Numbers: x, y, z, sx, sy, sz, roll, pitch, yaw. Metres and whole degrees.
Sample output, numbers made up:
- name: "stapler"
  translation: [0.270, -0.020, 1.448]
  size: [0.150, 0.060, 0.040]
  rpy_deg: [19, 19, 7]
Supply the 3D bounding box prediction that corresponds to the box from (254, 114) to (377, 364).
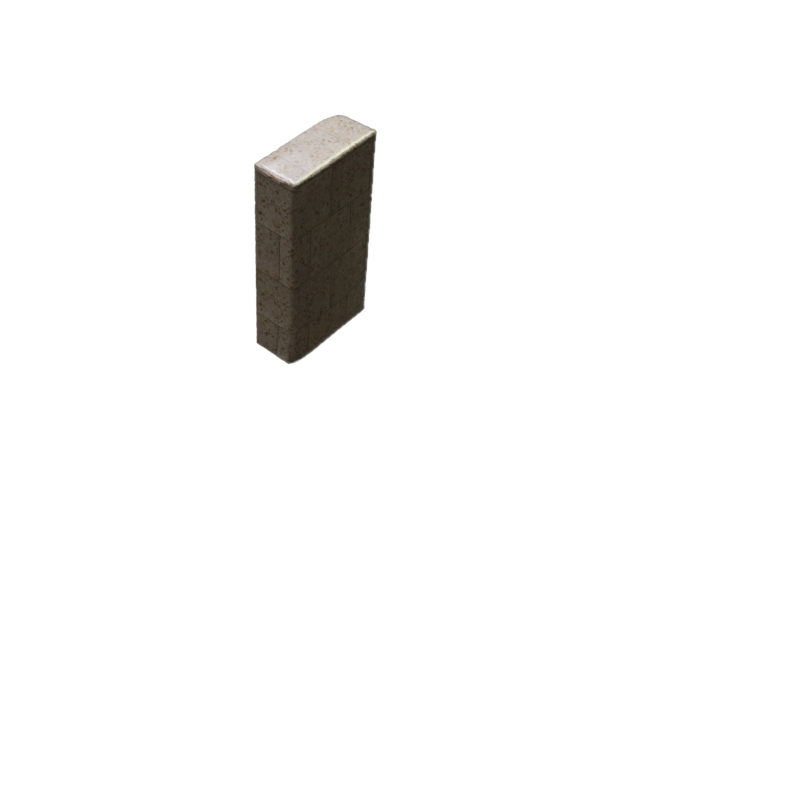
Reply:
- name: "box"
  translation: [-0.065, -0.119, 0.832]
  size: [0.051, 0.164, 0.094]
  rpy_deg: [29, 47, 26]
